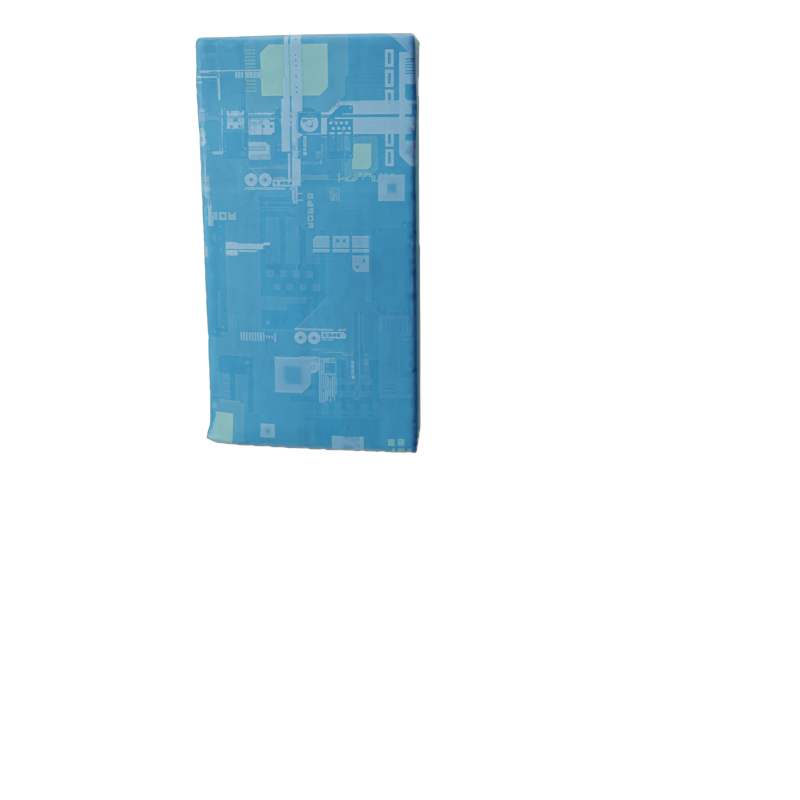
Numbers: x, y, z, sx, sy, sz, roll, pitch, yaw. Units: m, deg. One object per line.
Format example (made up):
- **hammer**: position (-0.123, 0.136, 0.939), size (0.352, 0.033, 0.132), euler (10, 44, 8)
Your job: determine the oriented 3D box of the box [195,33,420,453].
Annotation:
- **box**: position (-0.037, -0.069, 0.480), size (0.094, 0.173, 0.048), euler (1, 7, 7)
